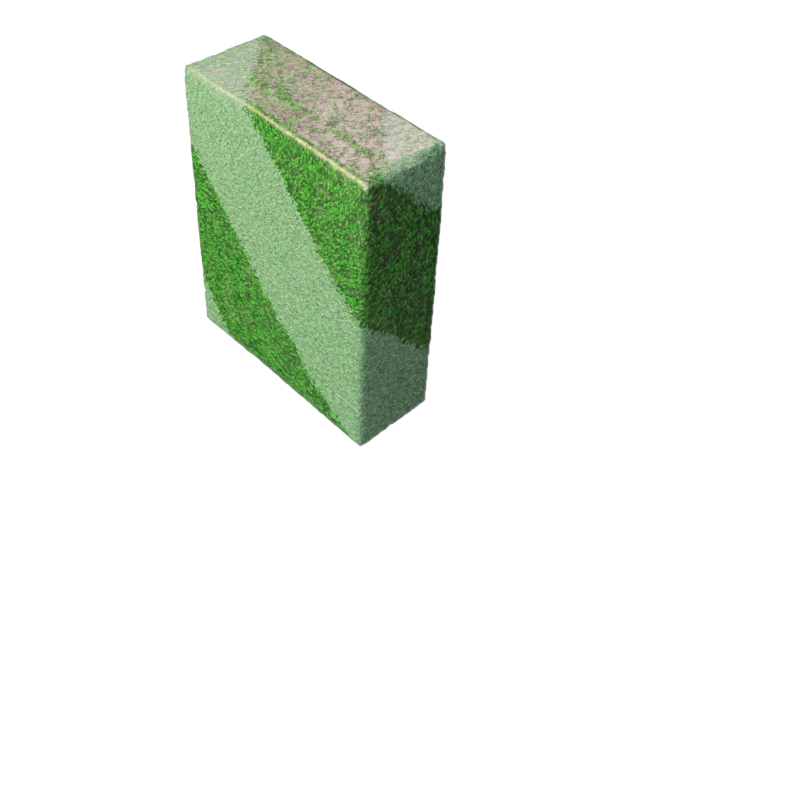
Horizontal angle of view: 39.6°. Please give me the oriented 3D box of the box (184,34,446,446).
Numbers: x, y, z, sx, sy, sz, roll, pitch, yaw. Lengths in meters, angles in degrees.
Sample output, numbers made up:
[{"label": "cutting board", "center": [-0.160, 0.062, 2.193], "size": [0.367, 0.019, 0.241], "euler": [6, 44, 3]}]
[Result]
[{"label": "box", "center": [-0.055, -0.100, 0.703], "size": [0.072, 0.199, 0.176], "euler": [-30, 53, -30]}]
